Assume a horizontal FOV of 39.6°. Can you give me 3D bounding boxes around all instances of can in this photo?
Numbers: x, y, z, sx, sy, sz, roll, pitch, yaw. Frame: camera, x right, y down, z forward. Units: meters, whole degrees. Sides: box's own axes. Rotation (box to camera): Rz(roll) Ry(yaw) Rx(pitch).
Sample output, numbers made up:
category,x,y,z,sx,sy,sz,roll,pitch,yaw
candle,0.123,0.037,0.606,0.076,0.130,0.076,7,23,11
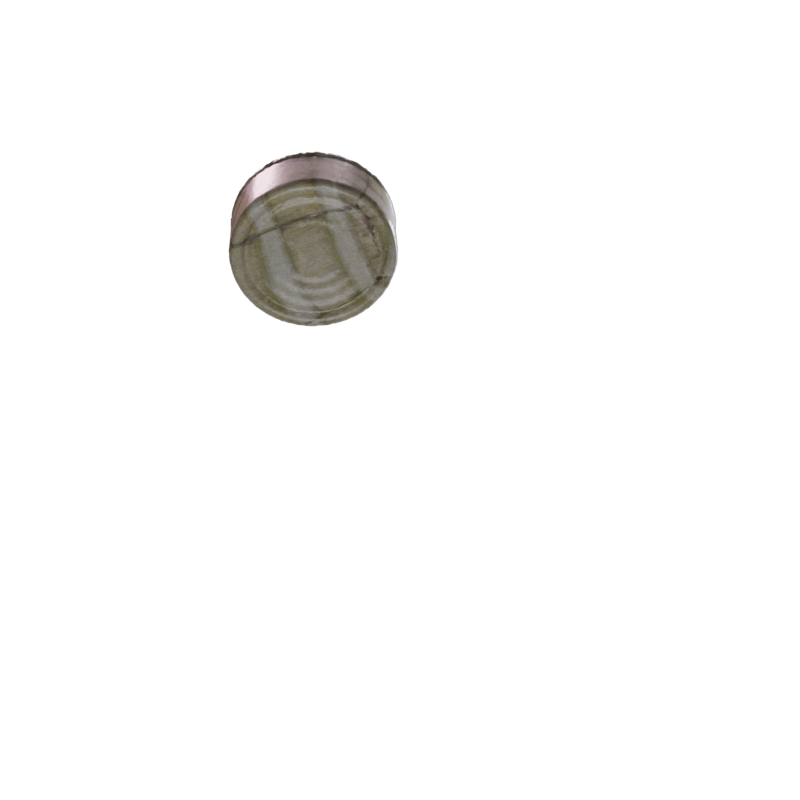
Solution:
category,x,y,z,sx,sy,sz,roll,pitch,yaw
can,-0.044,-0.080,0.562,0.086,0.081,0.036,1,34,-1
